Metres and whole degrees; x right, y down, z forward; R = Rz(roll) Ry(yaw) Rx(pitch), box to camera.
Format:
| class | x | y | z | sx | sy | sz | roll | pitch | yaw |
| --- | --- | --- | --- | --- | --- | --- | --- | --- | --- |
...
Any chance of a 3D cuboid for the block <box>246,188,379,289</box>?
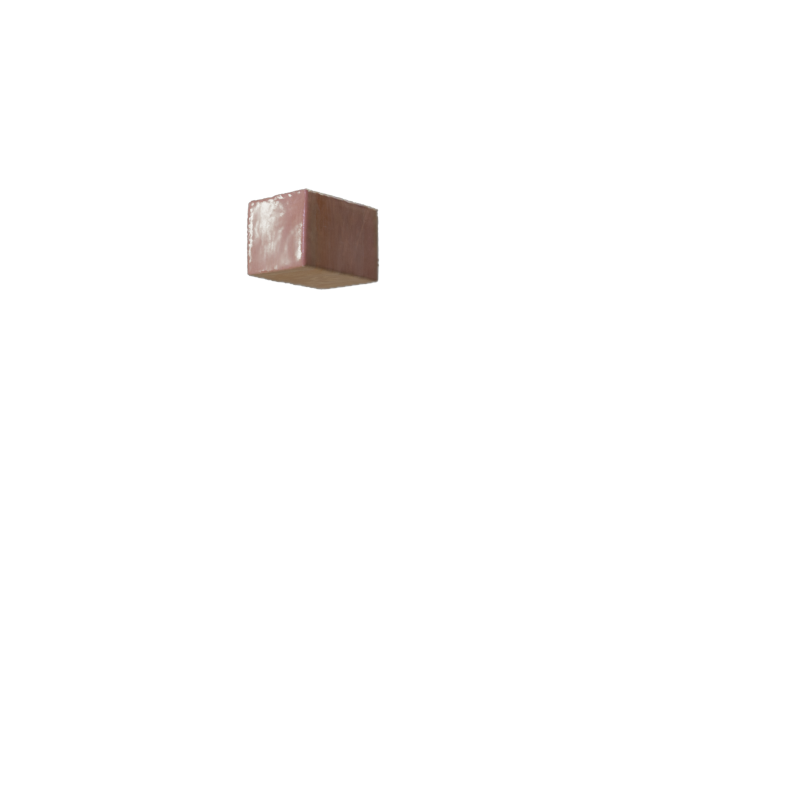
| class | x | y | z | sx | sy | sz | roll | pitch | yaw |
| --- | --- | --- | --- | --- | --- | --- | --- | --- | --- |
| block | -0.058 | -0.105 | 0.737 | 0.054 | 0.052 | 0.074 | -6 | -9 | 38 |
